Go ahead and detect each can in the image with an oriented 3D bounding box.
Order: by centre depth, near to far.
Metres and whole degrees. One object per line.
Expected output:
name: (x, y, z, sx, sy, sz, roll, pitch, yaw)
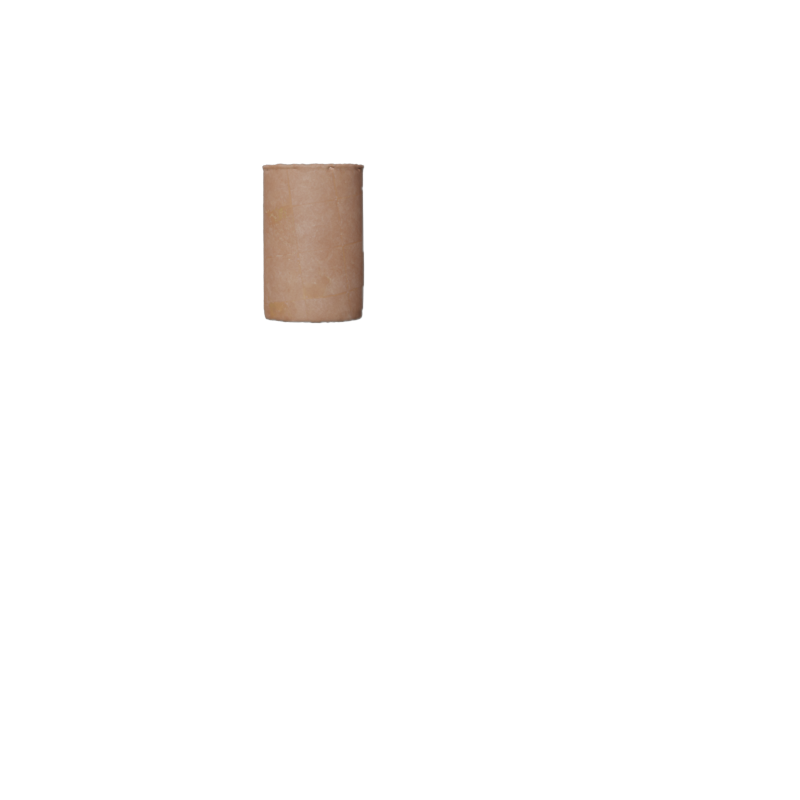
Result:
can: (-0.058, -0.105, 0.738, 0.068, 0.101, 0.069, 0, 4, -2)
